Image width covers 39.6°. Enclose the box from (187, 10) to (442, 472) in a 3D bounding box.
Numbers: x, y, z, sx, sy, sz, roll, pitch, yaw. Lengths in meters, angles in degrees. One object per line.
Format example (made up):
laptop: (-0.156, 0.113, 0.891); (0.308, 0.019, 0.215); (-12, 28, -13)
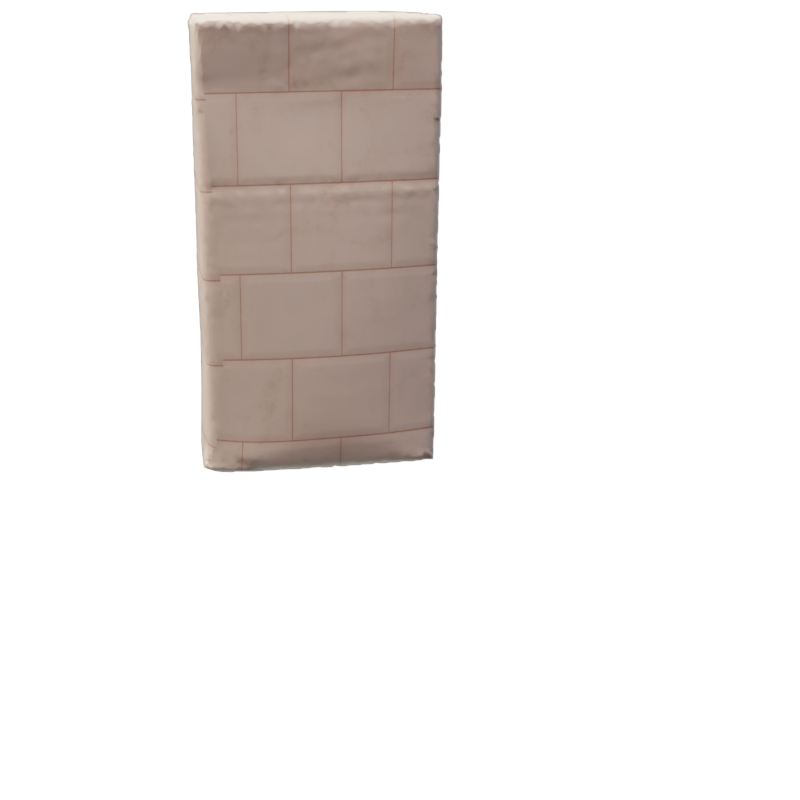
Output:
box: (-0.034, -0.062, 0.433); (0.092, 0.171, 0.050); (-2, 13, -11)
